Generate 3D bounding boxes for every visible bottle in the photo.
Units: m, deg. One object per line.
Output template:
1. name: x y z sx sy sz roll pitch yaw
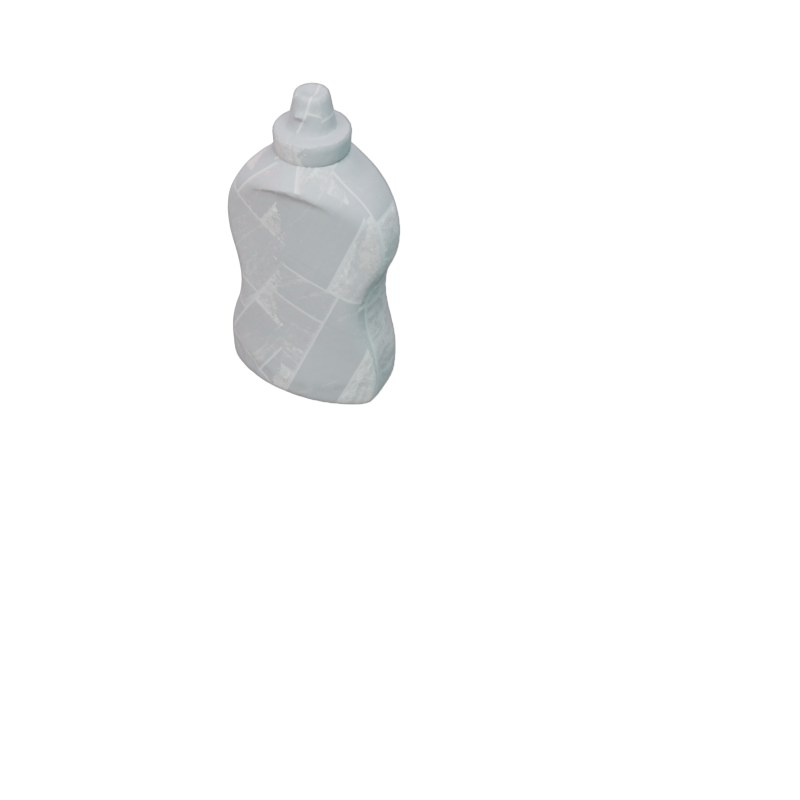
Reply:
1. bottle: -0.048 -0.087 0.612 0.100 0.179 0.060 21 44 20
